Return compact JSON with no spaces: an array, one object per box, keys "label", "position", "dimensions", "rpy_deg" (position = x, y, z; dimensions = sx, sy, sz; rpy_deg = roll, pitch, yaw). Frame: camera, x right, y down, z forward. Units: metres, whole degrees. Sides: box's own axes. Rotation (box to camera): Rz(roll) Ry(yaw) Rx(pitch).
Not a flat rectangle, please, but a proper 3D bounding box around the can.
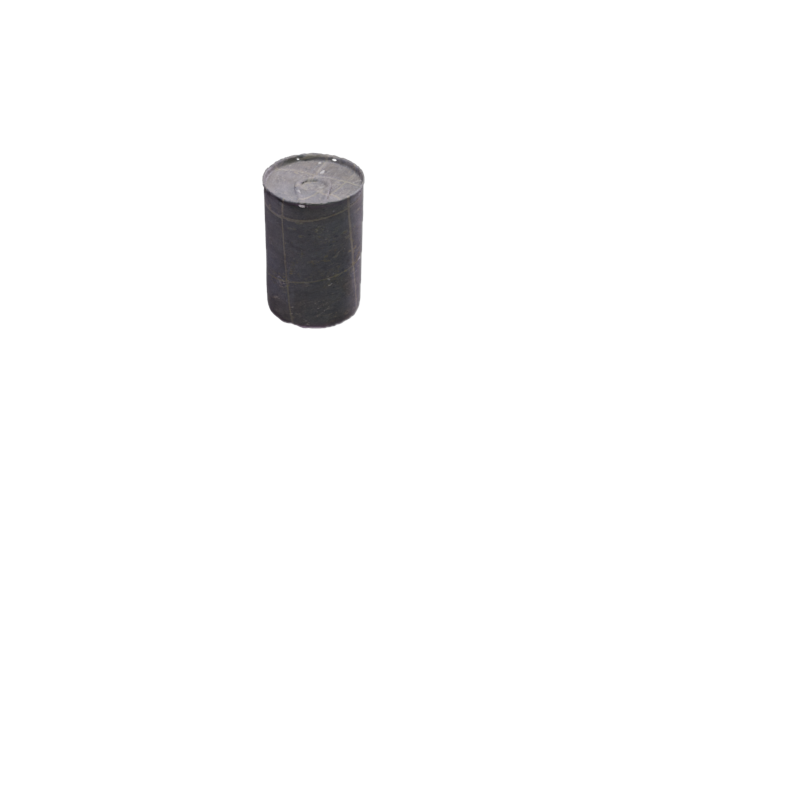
[{"label":"can","position":[-0.059,-0.108,0.759],"dimensions":[0.068,0.096,0.073],"rpy_deg":[0,36,-3]}]
